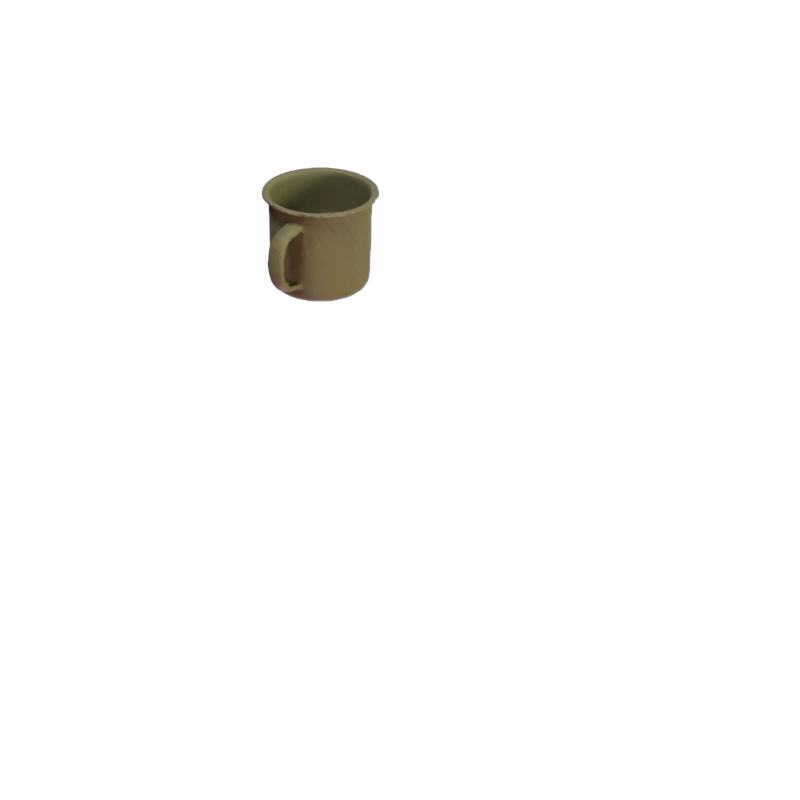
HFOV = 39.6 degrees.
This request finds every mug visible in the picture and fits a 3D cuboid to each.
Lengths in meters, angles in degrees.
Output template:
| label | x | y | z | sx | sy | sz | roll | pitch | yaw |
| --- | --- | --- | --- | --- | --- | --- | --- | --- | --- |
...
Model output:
| label | x | y | z | sx | sy | sz | roll | pitch | yaw |
| --- | --- | --- | --- | --- | --- | --- | --- | --- | --- |
| mug | -0.069 | -0.126 | 0.884 | 0.097 | 0.077 | 0.120 | 14 | 34 | 21 |
